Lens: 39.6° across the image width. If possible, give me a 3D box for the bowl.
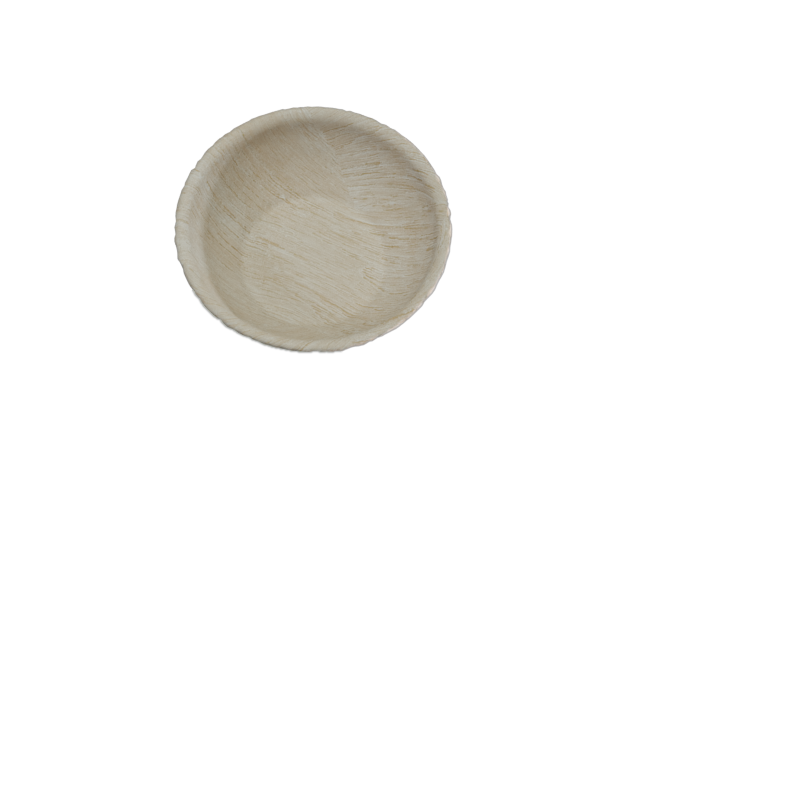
[{"bbox_3d":[-0.052,-0.095,0.667,0.162,0.171,0.052,-1,-24,-1],"label":"bowl"}]
